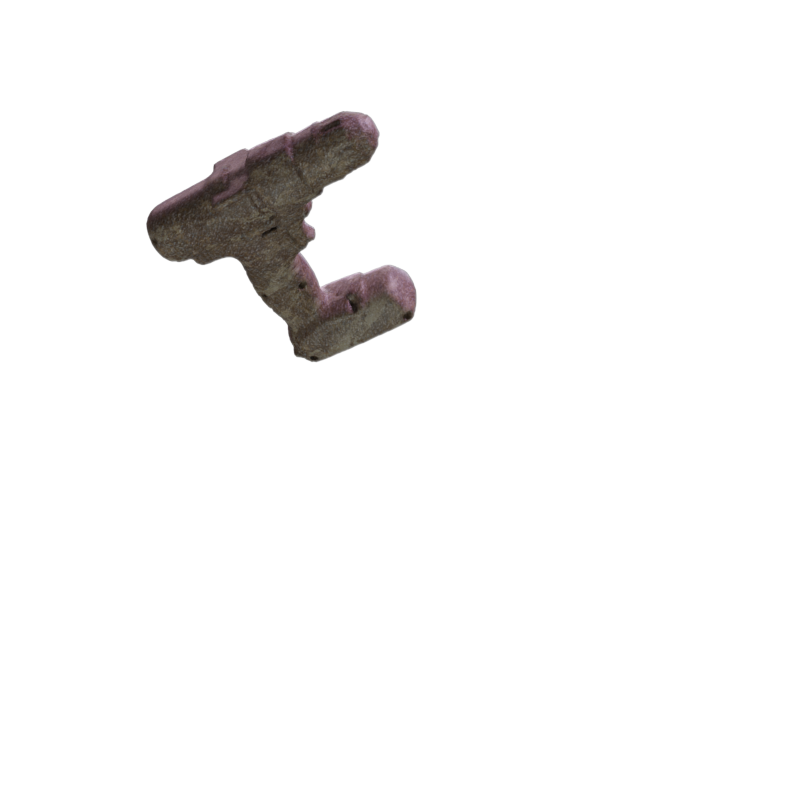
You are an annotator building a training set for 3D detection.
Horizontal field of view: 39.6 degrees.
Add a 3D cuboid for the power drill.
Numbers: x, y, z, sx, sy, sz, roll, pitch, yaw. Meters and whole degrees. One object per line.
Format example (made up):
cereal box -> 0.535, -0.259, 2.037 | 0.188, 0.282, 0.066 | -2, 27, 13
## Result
power drill -> -0.064, -0.116, 0.816 | 0.185, 0.062, 0.174 | -22, -46, 22
